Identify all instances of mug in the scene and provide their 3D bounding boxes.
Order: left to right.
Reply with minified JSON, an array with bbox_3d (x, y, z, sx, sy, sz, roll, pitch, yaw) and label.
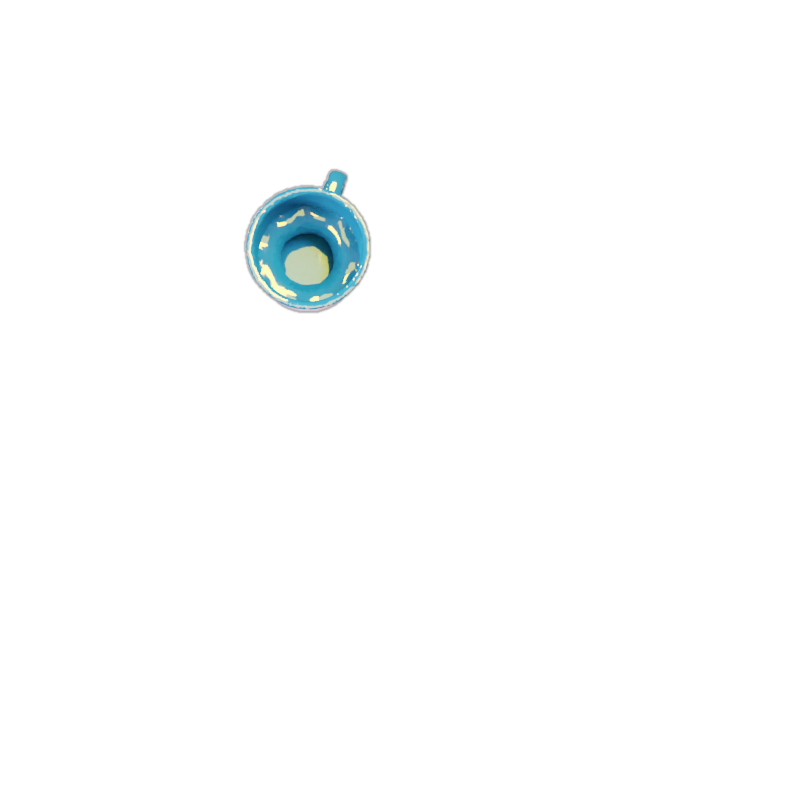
[{"bbox_3d":[-0.068,-0.123,0.863,0.094,0.119,0.080,18,-8,0],"label":"mug"}]
